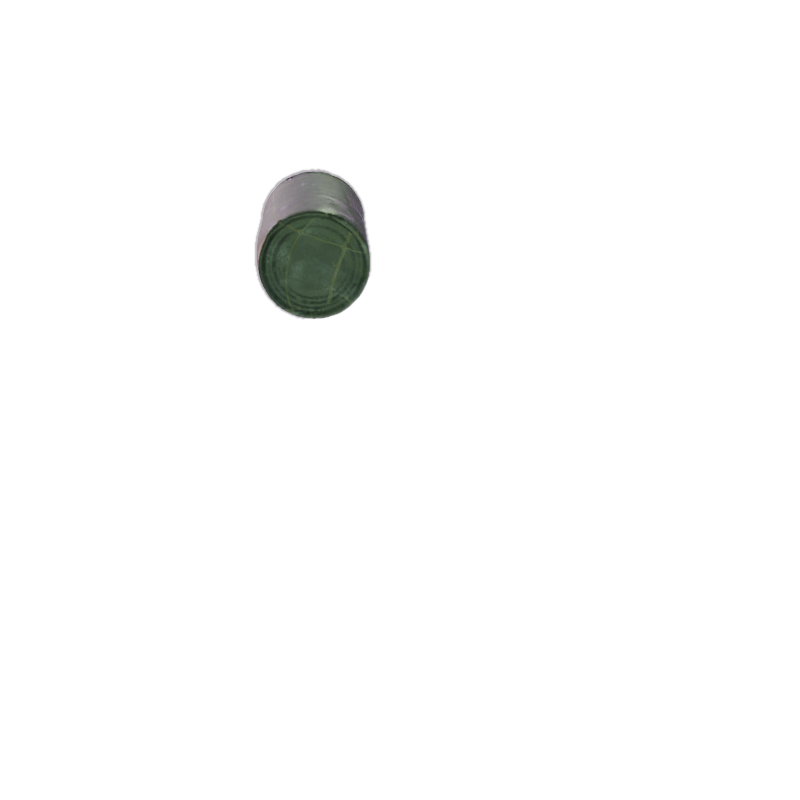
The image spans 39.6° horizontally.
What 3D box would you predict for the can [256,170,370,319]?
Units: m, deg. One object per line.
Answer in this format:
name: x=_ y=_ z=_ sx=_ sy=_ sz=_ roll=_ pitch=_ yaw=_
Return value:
can: x=-0.054 y=-0.098 z=0.686 sx=0.068 sy=0.066 sz=0.107 roll=0 pitch=22 yaw=-3
